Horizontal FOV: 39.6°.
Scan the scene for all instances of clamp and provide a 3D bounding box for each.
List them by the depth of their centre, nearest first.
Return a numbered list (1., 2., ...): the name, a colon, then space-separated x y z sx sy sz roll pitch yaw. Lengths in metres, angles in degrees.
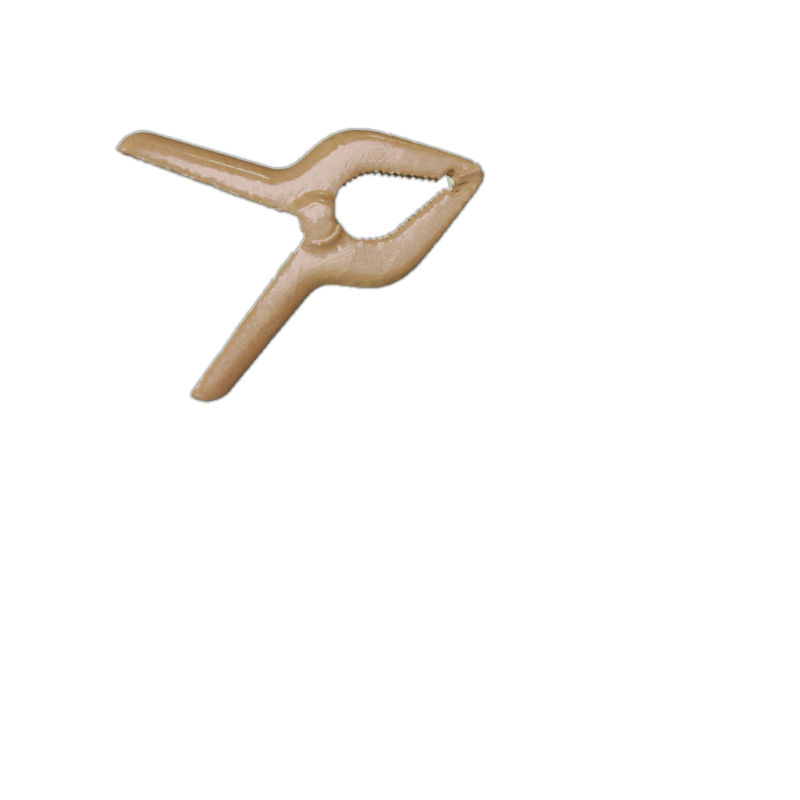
1. clamp: -0.051 -0.094 0.657 0.210 0.165 0.036 -10 0 0
